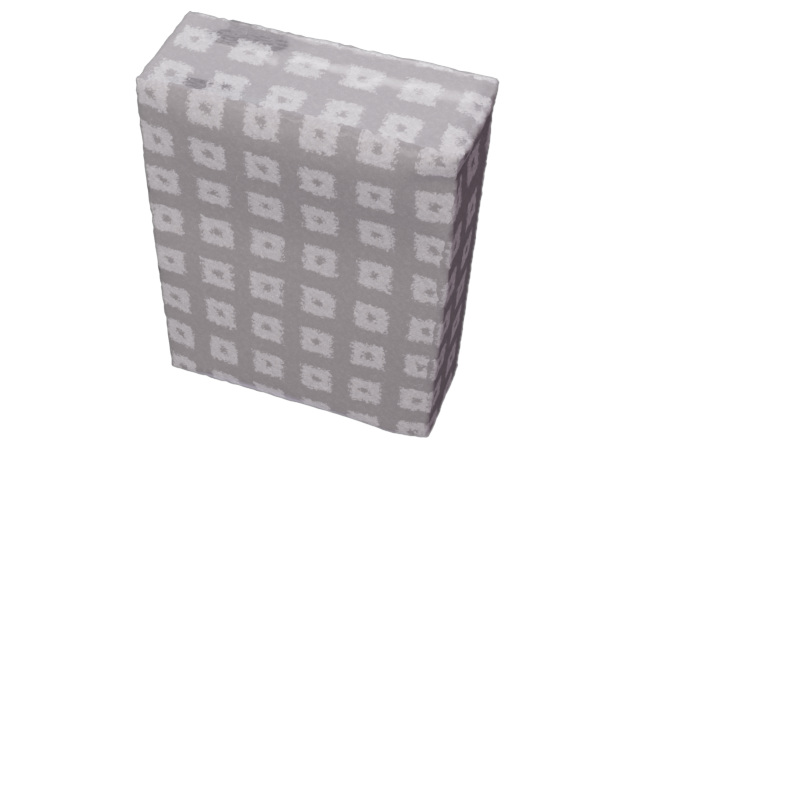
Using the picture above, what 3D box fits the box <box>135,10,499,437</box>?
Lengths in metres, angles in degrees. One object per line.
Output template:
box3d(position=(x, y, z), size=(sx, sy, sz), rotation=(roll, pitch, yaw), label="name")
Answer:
box3d(position=(-0.046, -0.084, 0.590), size=(0.168, 0.075, 0.199), rotation=(17, -40, 12), label="box")
